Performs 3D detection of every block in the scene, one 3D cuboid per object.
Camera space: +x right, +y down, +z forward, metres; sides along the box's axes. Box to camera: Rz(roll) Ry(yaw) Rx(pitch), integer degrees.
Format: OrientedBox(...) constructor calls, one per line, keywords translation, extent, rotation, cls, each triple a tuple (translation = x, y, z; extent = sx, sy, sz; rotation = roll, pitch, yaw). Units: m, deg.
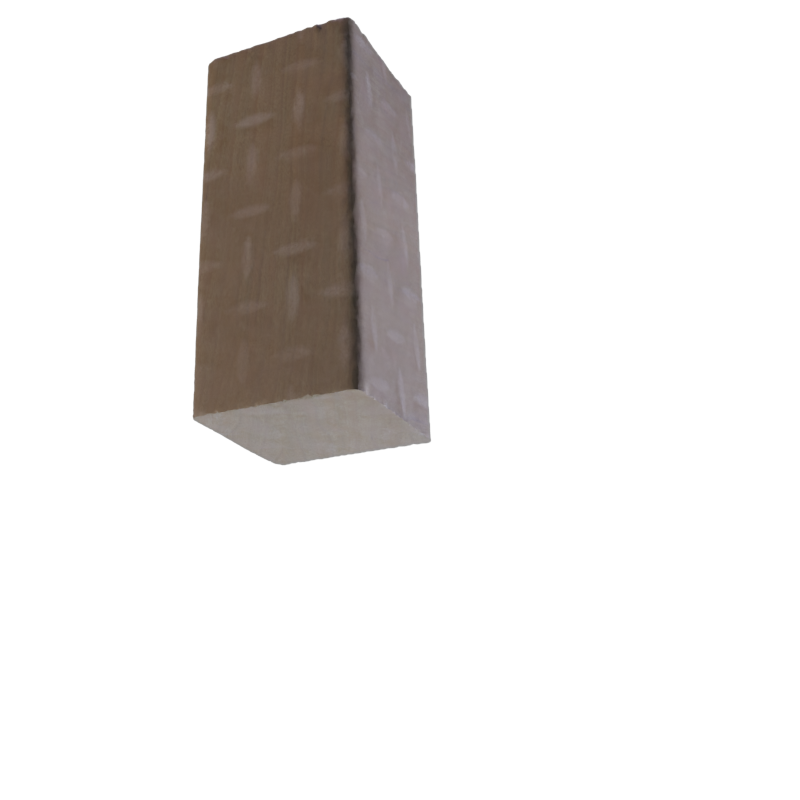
OrientedBox(translation=(-0.046, -0.083, 0.582), extent=(0.092, 0.218, 0.084), rotation=(-13, -28, 22), cls="block")
